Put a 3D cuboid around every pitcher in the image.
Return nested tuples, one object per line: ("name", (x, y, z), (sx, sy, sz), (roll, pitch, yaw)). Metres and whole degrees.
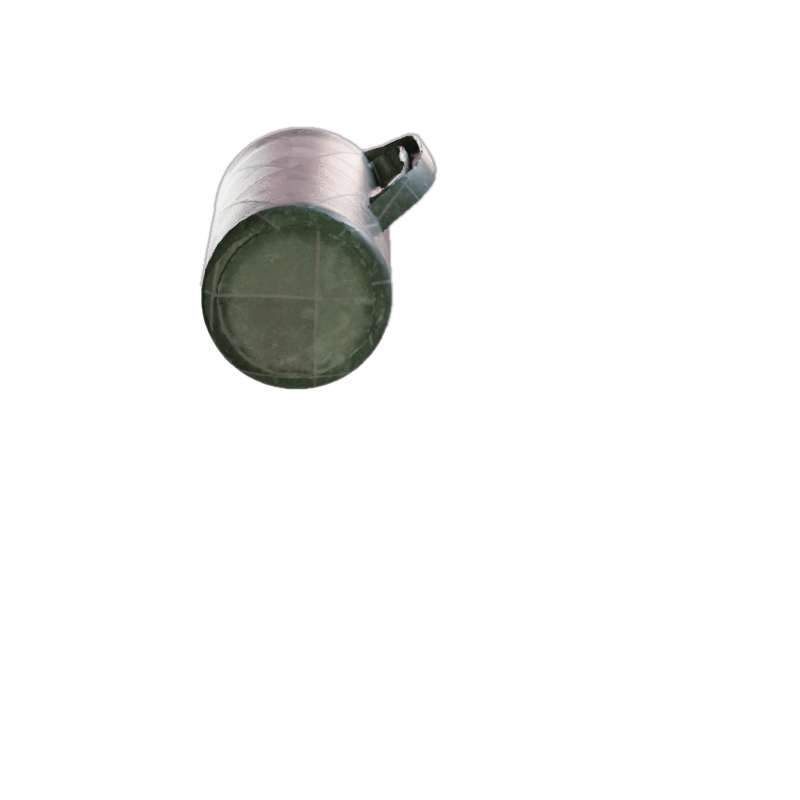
("pitcher", (-0.057, -0.104, 0.726), (0.144, 0.145, 0.253), (12, 18, -7))
